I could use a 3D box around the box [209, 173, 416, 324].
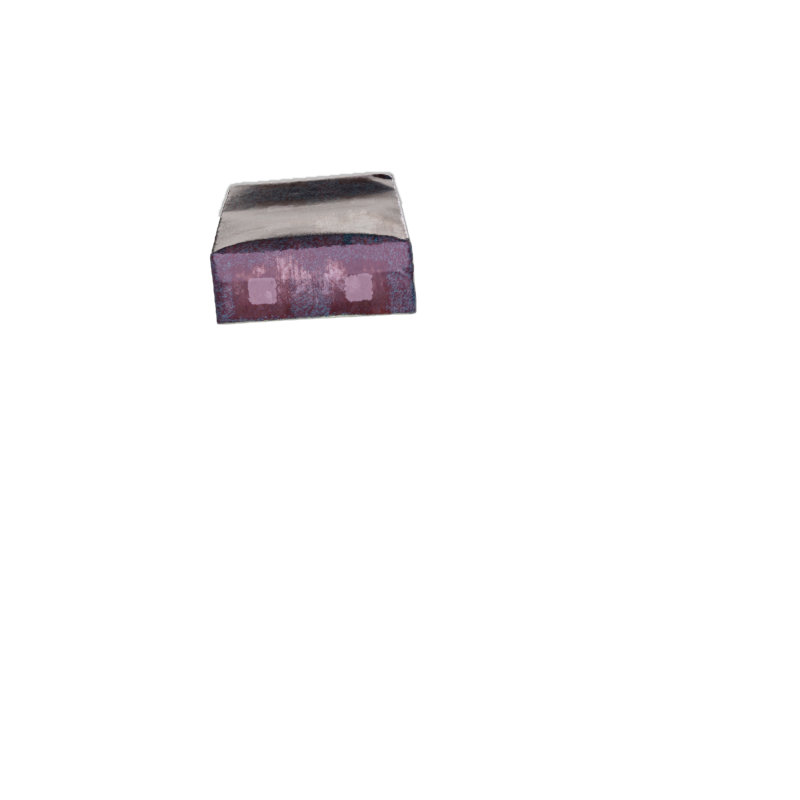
[{"bbox_3d":[-0.077,-0.140,0.981,0.164,0.068,0.225,-4,25,-1],"label":"box"}]
